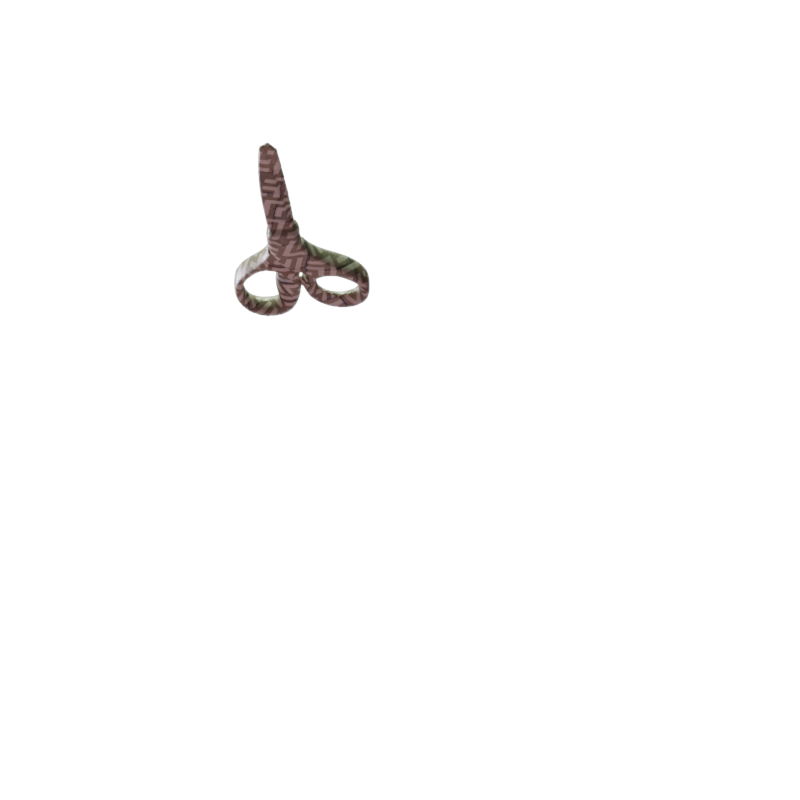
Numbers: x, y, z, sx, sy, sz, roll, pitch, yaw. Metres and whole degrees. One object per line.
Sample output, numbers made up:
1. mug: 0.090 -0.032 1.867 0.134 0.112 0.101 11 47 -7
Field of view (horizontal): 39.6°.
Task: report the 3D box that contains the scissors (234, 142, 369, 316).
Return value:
1. scissors: -0.052 -0.094 0.662 0.094 0.017 0.195 5 -21 -14
